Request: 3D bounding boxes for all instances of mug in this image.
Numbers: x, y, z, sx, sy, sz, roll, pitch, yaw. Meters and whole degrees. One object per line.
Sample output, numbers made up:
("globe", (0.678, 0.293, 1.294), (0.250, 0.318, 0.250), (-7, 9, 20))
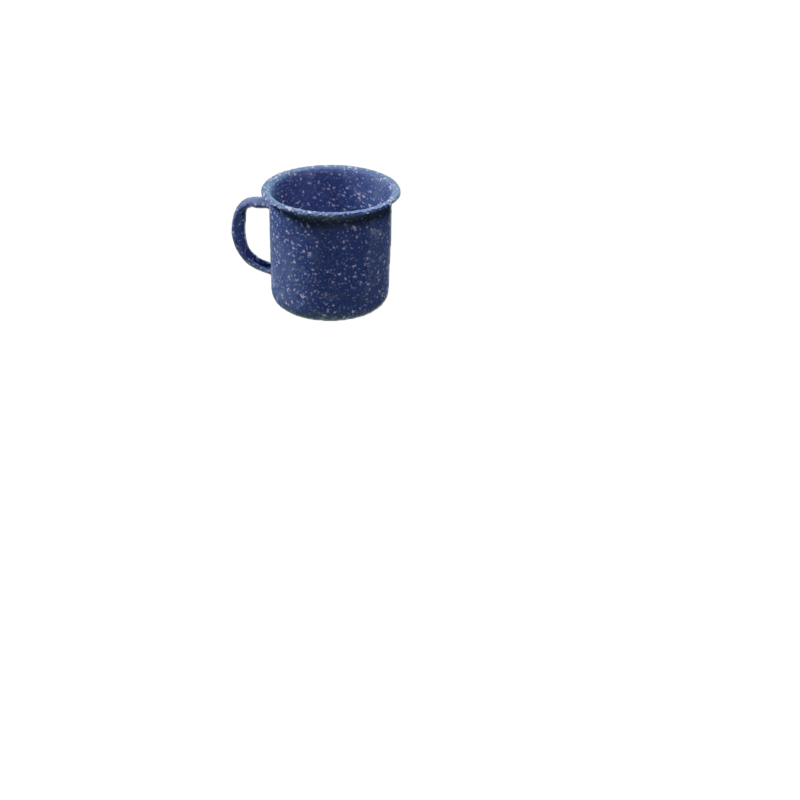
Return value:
("mug", (-0.059, -0.108, 0.755), (0.119, 0.077, 0.097), (7, 29, 11))
